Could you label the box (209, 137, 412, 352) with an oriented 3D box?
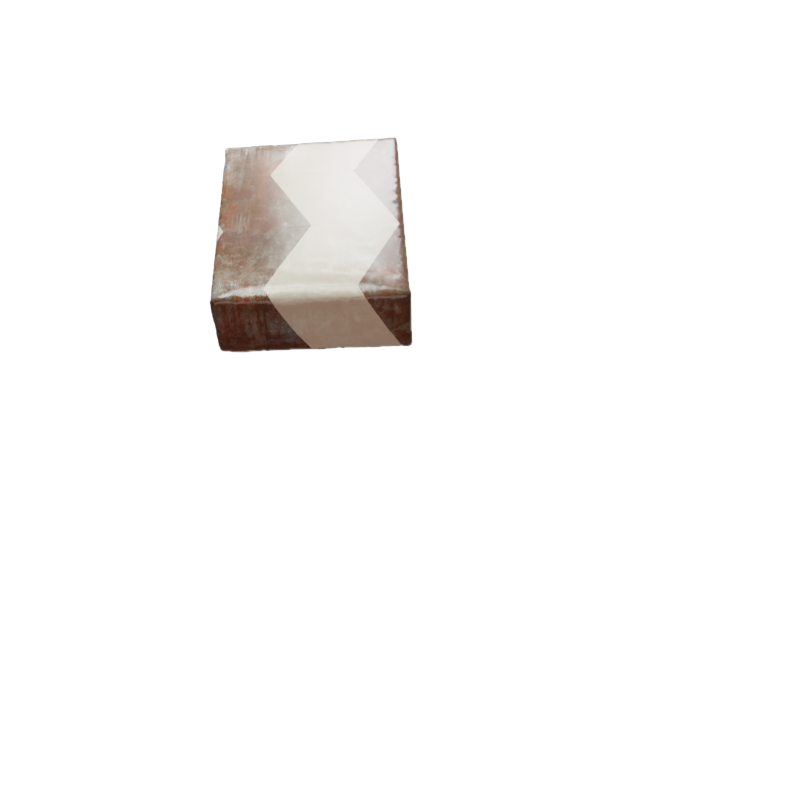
[{"bbox_3d":[-0.077,-0.140,0.984,0.164,0.067,0.230,-4,45,1],"label":"box"}]
